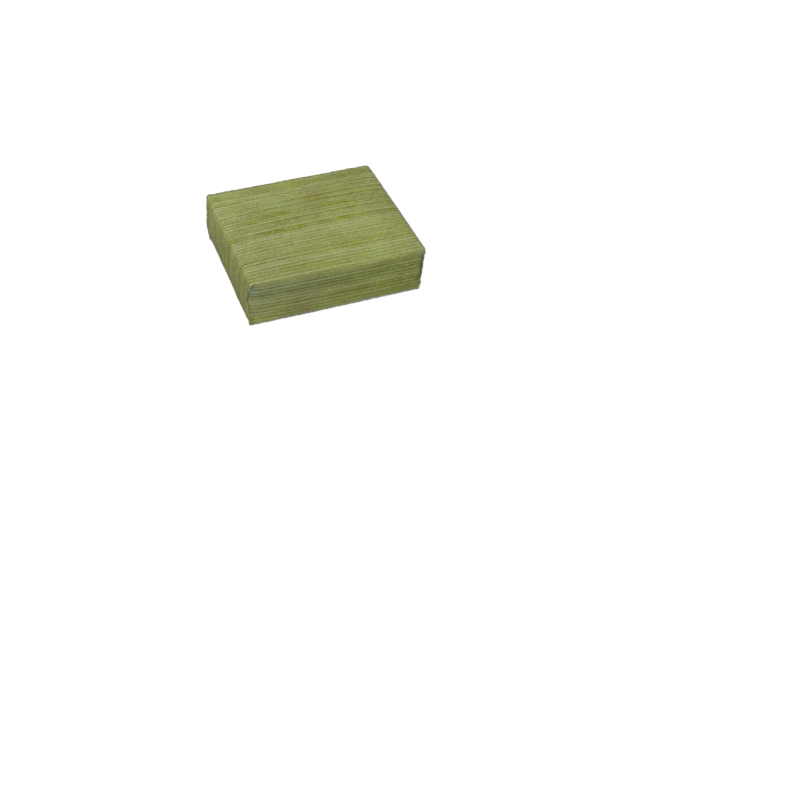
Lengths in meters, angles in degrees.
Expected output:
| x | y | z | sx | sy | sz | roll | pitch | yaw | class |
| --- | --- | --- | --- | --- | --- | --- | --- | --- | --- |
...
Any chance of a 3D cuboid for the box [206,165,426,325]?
| x | y | z | sx | sy | sz | roll | pitch | yaw | class |
| --- | --- | --- | --- | --- | --- | --- | --- | --- | --- |
| -0.053 | -0.097 | 0.681 | 0.112 | 0.036 | 0.097 | -15 | 46 | -16 | box |
